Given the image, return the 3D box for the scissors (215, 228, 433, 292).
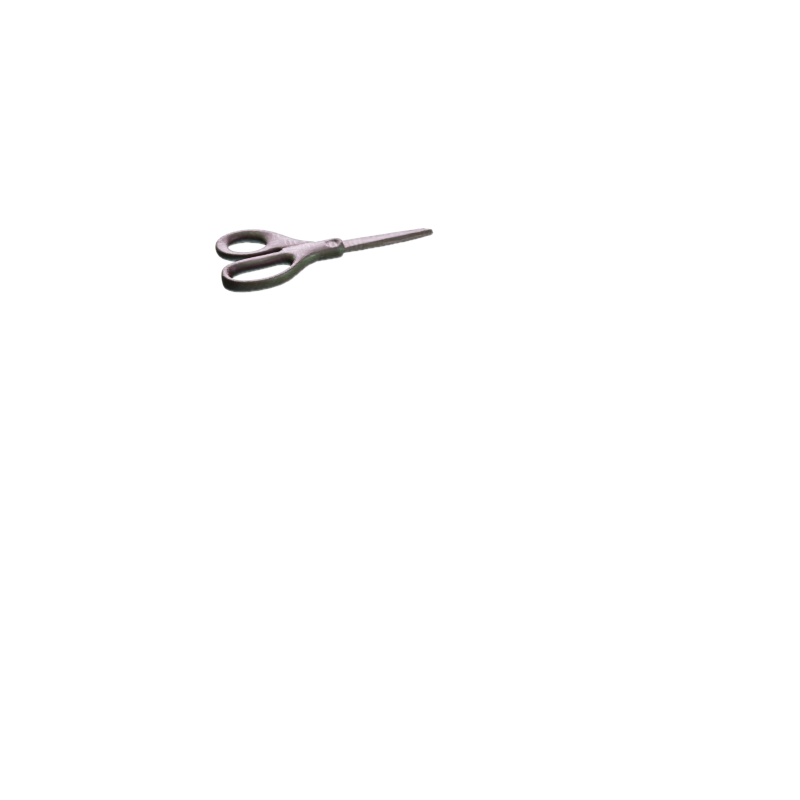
[{"bbox_3d":[-0.078,-0.143,0.999,0.200,0.015,0.104,-23,42,-28],"label":"scissors"}]
